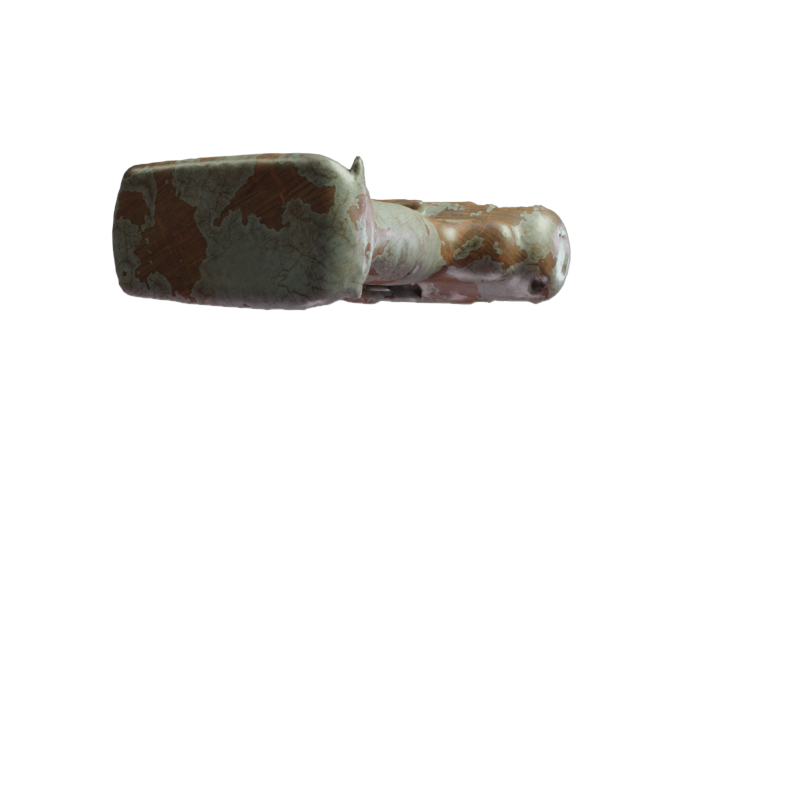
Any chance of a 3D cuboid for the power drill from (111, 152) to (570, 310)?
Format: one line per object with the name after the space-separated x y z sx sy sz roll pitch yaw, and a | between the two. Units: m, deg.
-0.039 -0.070 0.492 0.191 0.057 0.182 3 6 29 | power drill
